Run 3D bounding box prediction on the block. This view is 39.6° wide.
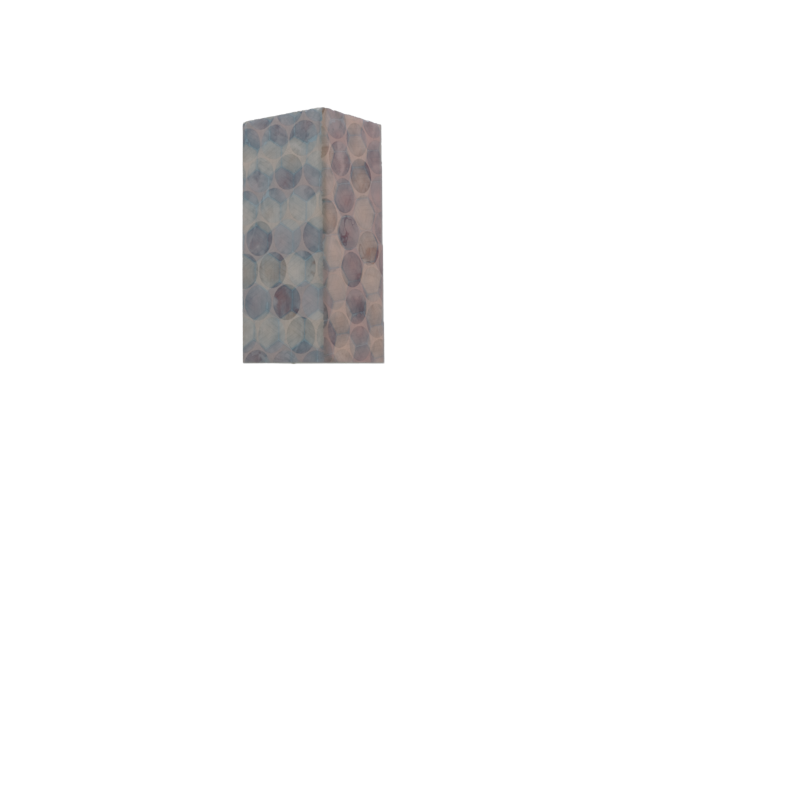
[{"bbox_3d":[-0.074,-0.135,0.943,0.094,0.209,0.086,-4,-6,36],"label":"block"}]
